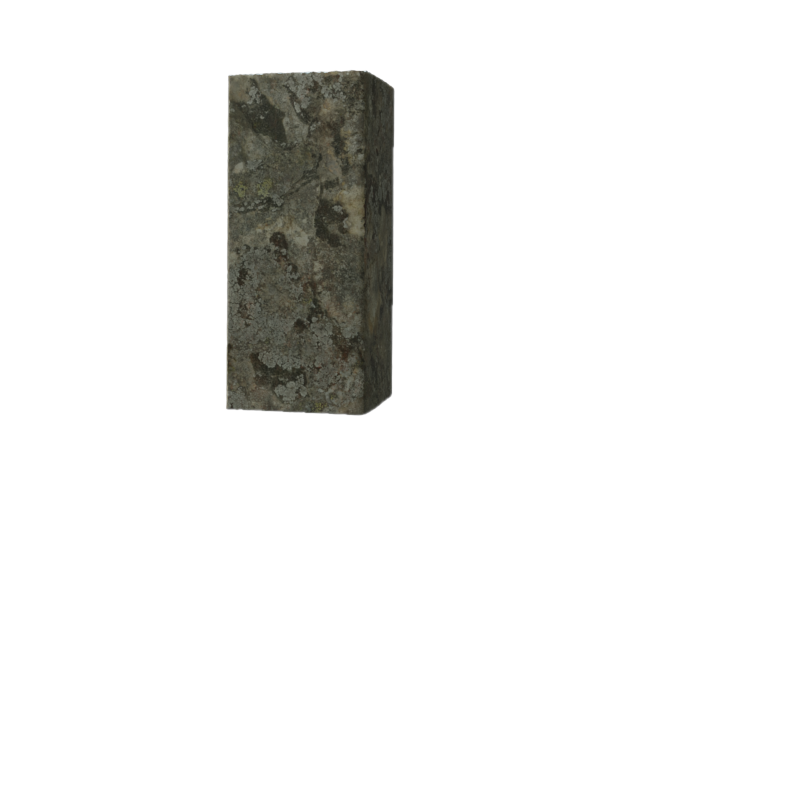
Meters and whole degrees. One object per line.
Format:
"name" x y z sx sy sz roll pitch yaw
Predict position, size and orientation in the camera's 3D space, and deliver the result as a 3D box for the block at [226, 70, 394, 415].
"block" -0.055 -0.101 0.711 0.092 0.206 0.089 0 2 14
